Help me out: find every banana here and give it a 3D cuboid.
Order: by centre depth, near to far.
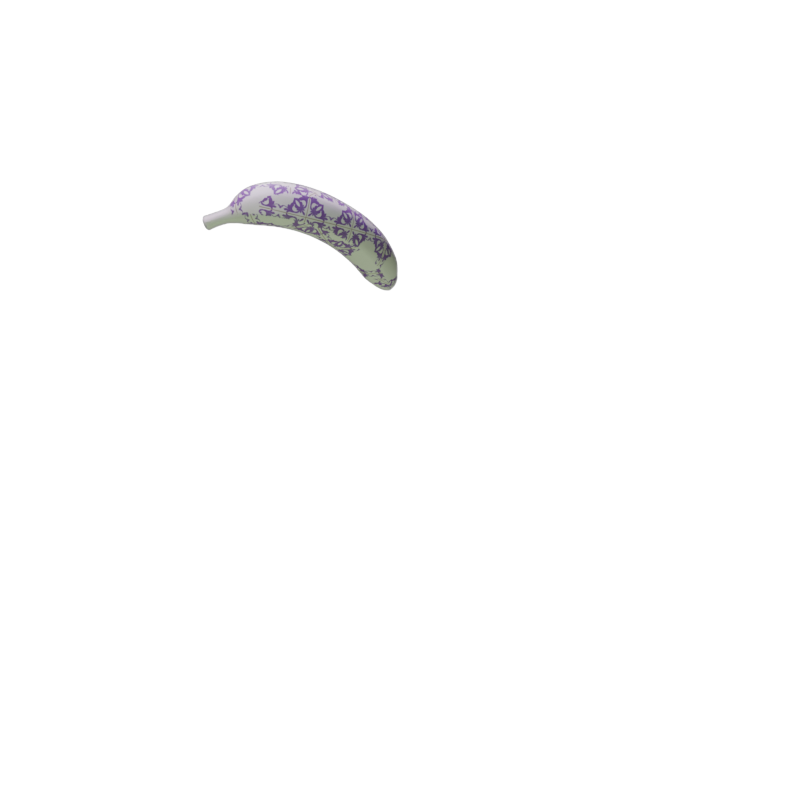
[{"bbox_3d":[-0.065,-0.141,0.927,0.187,0.039,0.069,18,-32,-33],"label":"banana"}]
